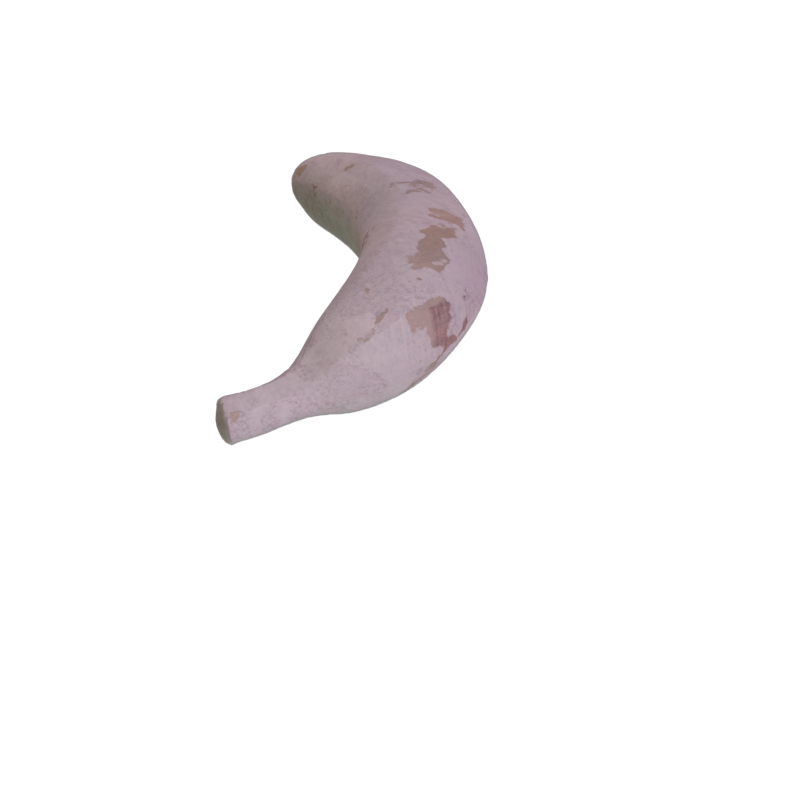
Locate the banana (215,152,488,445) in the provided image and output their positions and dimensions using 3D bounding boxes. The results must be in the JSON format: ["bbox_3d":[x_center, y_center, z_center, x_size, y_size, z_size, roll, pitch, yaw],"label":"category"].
[{"bbox_3d":[-0.009,-0.048,0.346,0.070,0.035,0.207,1,26,1],"label":"banana"}]
